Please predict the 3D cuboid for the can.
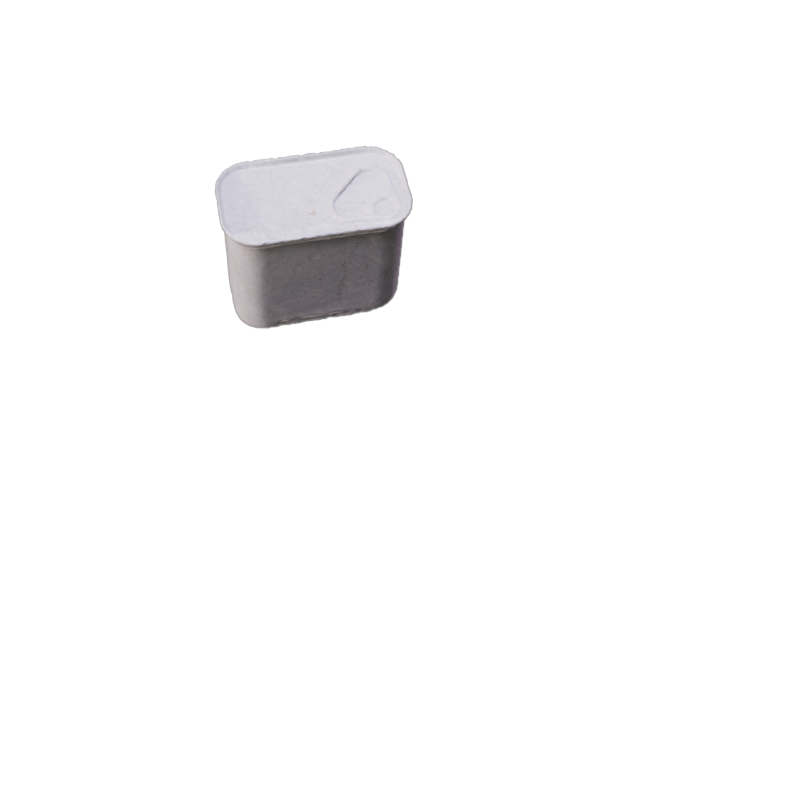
[{"bbox_3d":[-0.048,-0.088,0.614,0.101,0.062,0.078,-9,-33,-8],"label":"can"}]
